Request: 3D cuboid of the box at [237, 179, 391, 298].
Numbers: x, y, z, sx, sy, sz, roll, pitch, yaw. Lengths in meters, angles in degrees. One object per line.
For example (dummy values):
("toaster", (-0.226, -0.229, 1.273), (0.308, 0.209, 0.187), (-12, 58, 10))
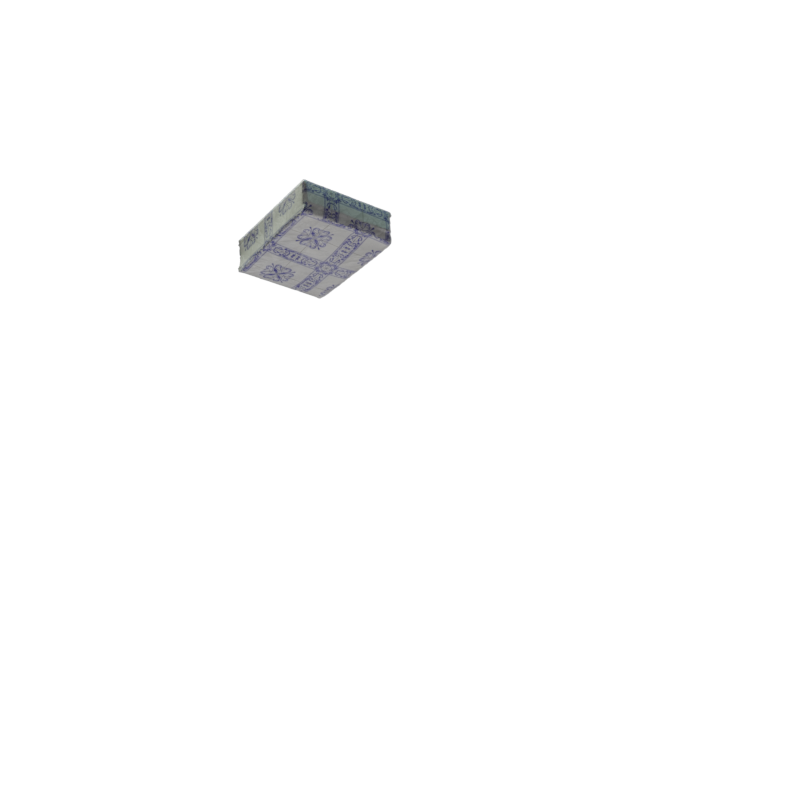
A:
("box", (-0.075, -0.137, 0.957), (0.085, 0.041, 0.112), (19, -36, -30))
